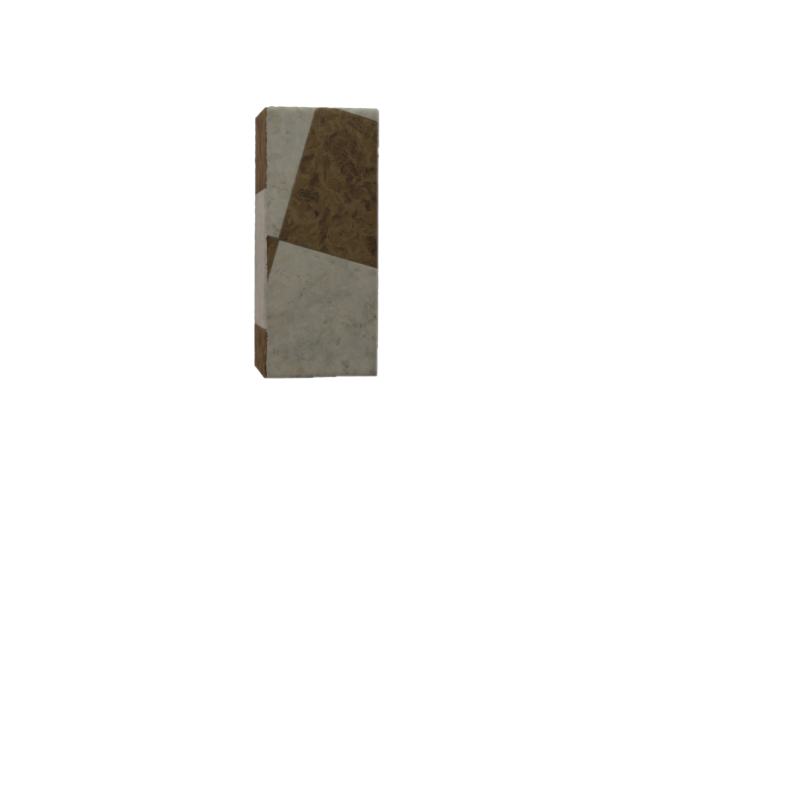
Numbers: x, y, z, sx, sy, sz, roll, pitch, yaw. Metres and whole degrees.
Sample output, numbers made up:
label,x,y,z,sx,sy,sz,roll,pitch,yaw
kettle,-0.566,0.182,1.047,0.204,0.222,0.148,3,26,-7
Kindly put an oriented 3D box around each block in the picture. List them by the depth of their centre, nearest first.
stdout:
label,x,y,z,sx,sy,sz,roll,pitch,yaw
block,-0.068,-0.126,0.883,0.089,0.206,0.092,0,2,-11
